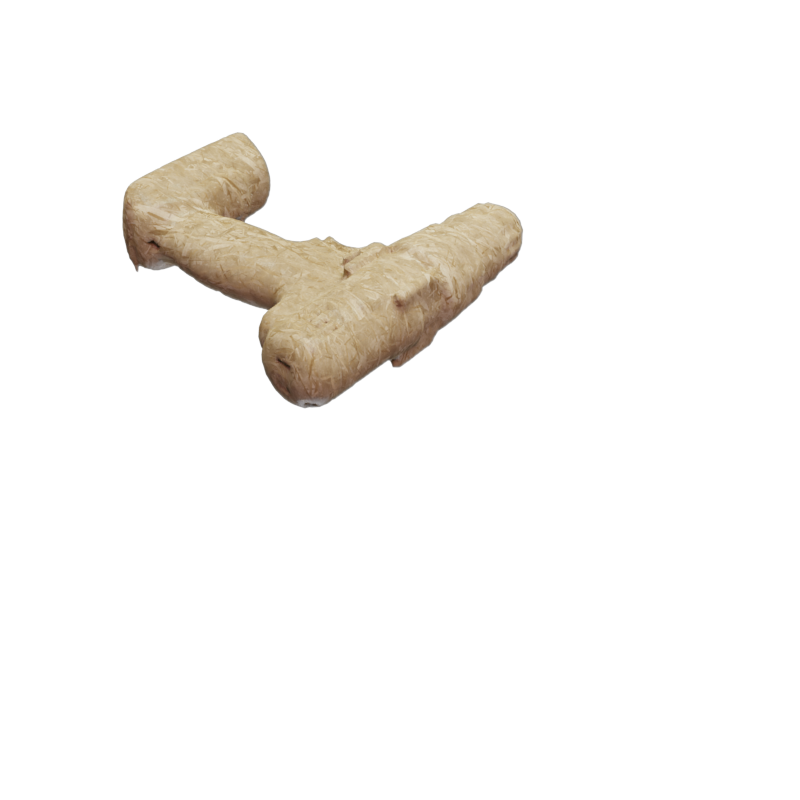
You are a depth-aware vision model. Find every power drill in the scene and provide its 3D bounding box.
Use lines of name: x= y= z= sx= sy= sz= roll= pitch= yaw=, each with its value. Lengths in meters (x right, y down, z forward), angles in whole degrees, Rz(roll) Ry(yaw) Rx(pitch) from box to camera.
power drill: x=-0.049 y=-0.089 z=0.620 sx=0.200 sy=0.054 sz=0.185 roll=29 pitch=46 yaw=32
